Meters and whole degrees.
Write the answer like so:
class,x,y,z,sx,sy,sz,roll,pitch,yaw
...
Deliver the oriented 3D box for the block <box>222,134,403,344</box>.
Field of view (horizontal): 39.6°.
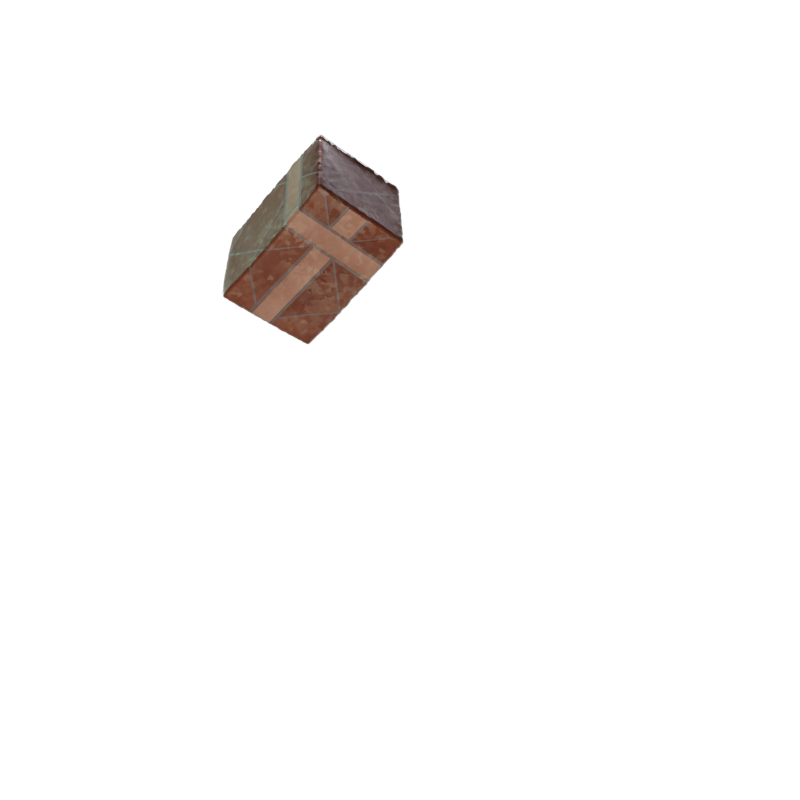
class,x,y,z,sx,sy,sz,roll,pitch,yaw
block,-0.042,-0.077,0.542,0.050,0.076,0.055,33,28,-23
